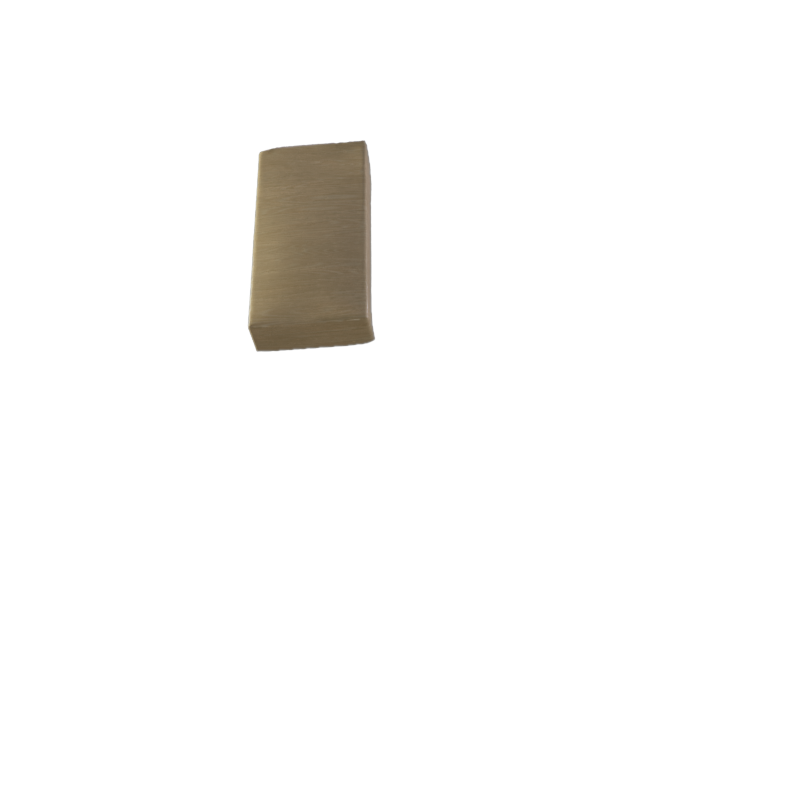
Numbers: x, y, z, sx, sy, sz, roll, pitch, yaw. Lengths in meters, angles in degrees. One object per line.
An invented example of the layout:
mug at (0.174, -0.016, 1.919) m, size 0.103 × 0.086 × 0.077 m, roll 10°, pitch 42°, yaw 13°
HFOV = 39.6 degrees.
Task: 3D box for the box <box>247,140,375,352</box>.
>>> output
box at (-0.069, -0.126, 0.881) m, size 0.094 × 0.188 × 0.045 m, roll -5°, pitch -32°, yaw 5°
